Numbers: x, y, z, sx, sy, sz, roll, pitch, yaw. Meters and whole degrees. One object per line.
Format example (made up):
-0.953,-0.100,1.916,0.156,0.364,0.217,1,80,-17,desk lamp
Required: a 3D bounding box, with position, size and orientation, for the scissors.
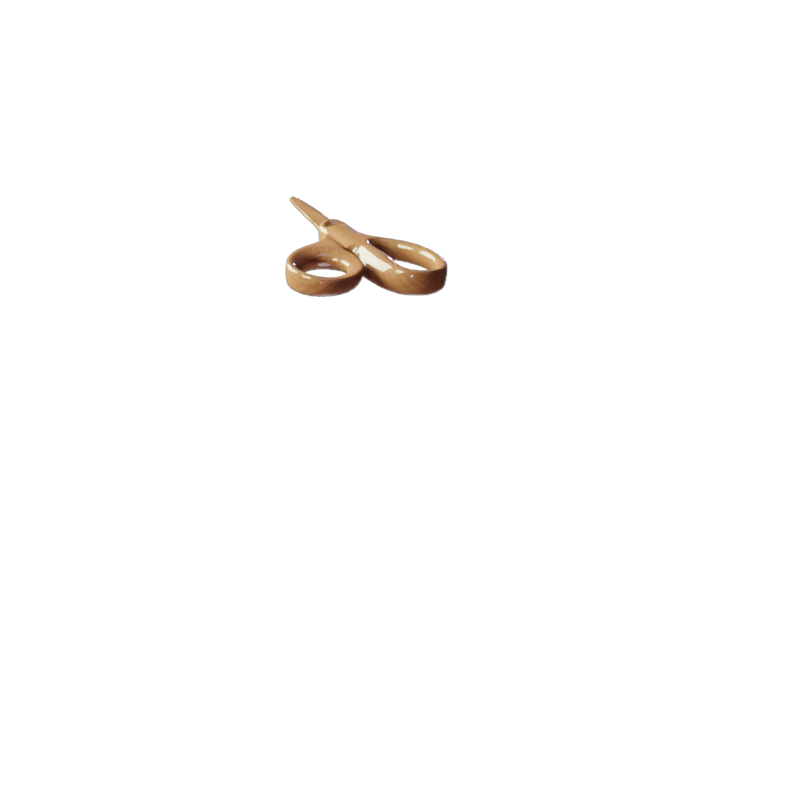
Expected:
-0.052,-0.095,0.663,0.094,0.015,0.215,-14,27,-30,scissors
